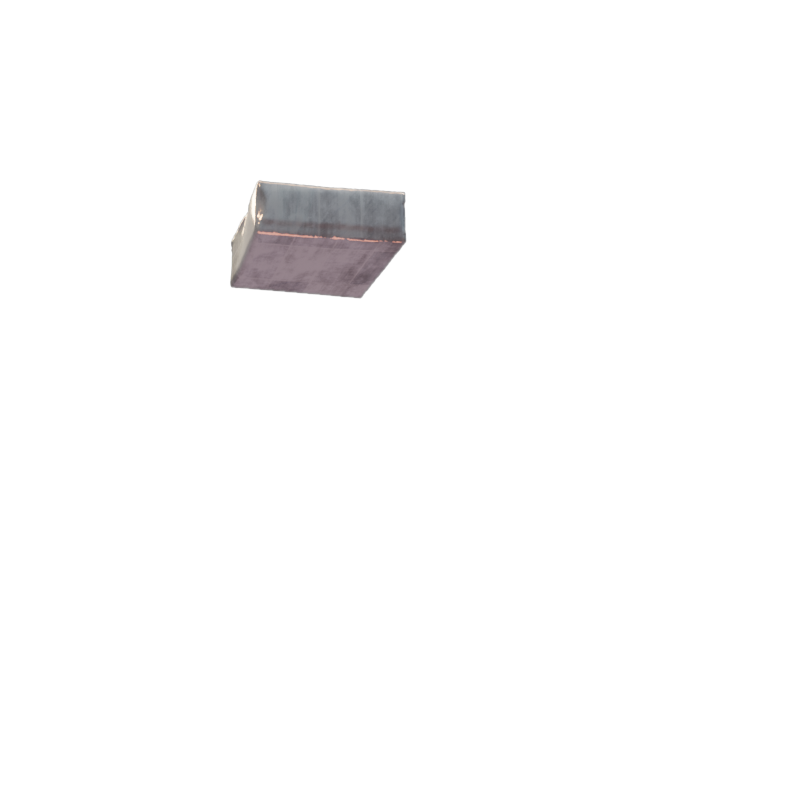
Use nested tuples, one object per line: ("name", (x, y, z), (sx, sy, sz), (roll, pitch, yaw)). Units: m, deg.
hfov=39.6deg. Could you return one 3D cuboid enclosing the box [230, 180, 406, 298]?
("box", (-0.044, -0.080, 0.561), (0.072, 0.031, 0.087), (3, -14, -14))
